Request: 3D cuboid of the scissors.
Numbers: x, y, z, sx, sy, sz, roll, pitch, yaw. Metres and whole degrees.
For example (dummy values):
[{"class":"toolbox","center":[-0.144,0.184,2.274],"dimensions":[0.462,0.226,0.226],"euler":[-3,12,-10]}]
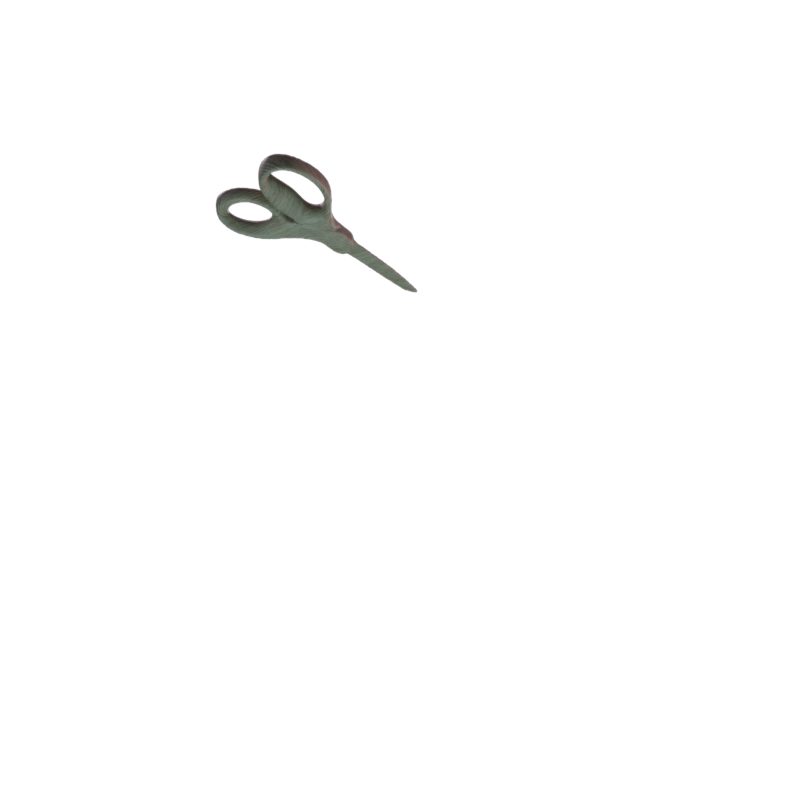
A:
[{"class":"scissors","center":[-0.067,-0.122,0.851],"dimensions":[0.097,0.017,0.186],"euler":[-12,-32,20]}]
